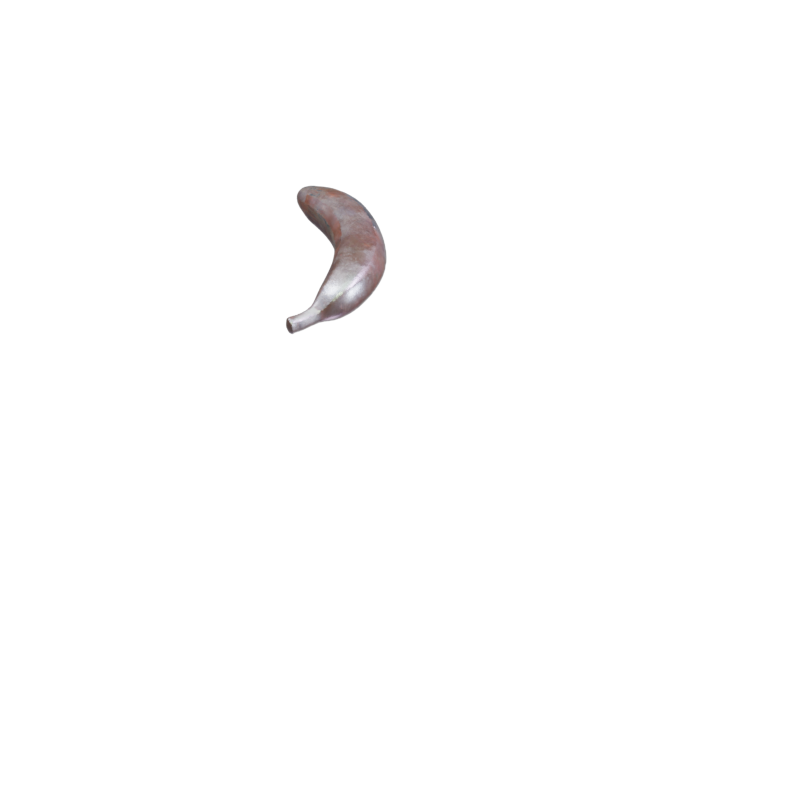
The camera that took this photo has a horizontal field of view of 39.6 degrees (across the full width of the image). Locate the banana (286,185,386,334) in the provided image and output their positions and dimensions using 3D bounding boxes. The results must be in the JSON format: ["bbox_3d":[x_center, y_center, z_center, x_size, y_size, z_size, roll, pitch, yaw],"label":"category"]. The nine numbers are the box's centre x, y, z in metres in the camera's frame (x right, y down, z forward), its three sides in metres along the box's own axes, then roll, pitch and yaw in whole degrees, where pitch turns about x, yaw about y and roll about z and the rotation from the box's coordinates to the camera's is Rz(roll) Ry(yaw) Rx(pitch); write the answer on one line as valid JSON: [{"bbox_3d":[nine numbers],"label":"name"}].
[{"bbox_3d":[-0.045,-0.114,0.815,0.069,0.034,0.210,0,34,-2],"label":"banana"}]
